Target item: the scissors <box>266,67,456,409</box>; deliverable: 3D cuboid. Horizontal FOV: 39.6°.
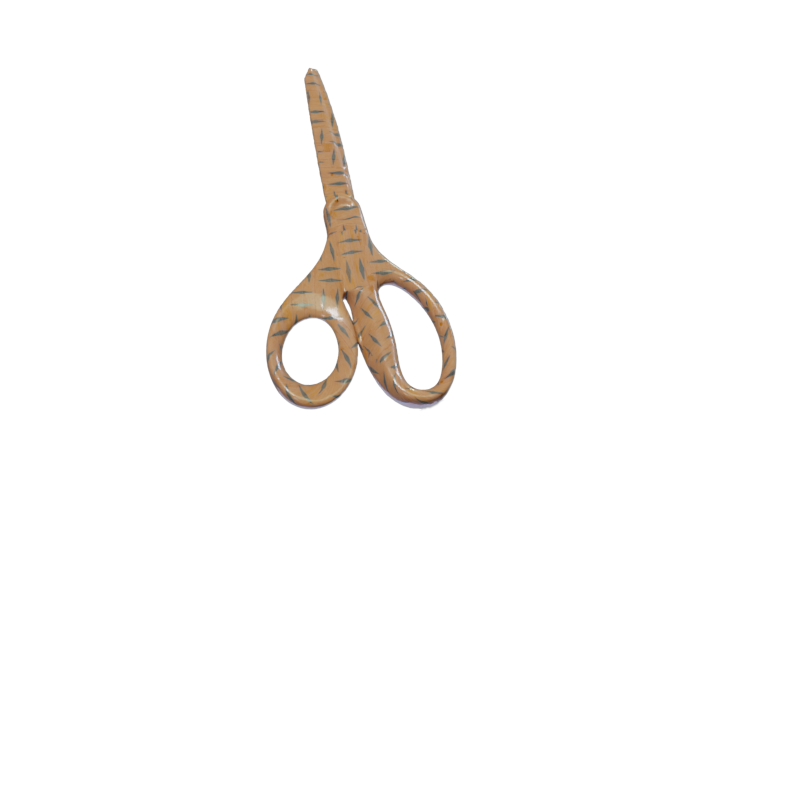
[{"bbox_3d":[-0.043,-0.078,0.547,0.096,0.215,0.015,-23,-27,-12],"label":"scissors"}]
